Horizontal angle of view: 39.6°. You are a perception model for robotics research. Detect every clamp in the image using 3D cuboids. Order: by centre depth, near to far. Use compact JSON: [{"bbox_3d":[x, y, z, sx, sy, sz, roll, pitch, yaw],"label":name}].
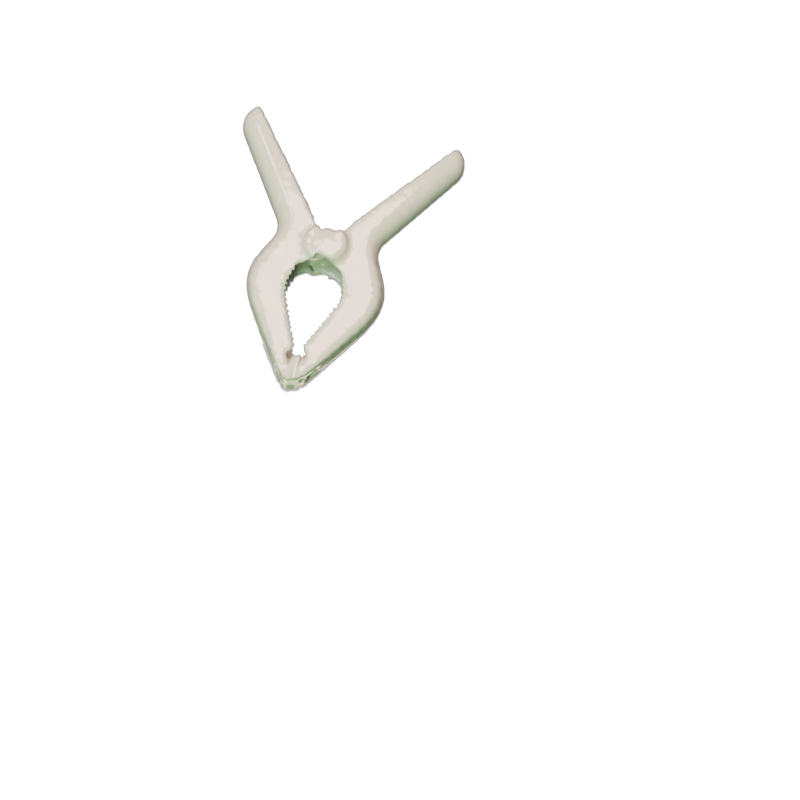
[{"bbox_3d":[-0.061,-0.111,0.778,0.167,0.218,0.034,18,-23,8],"label":"clamp"}]
